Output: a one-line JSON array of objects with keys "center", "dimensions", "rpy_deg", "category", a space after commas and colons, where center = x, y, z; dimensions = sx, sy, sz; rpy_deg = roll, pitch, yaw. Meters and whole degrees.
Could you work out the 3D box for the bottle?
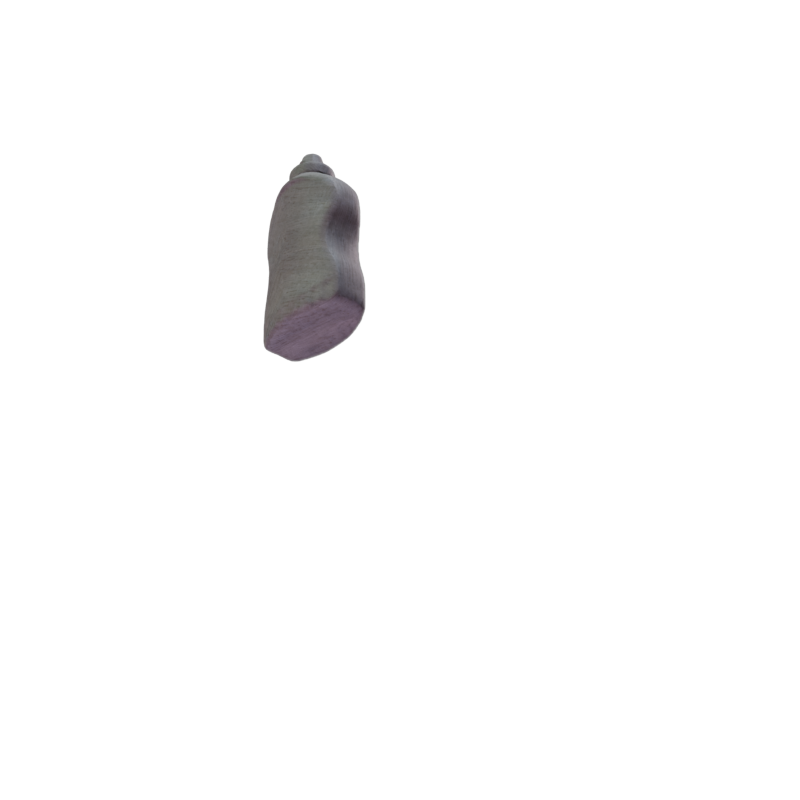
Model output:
[{"center": [-0.074, -0.134, 0.936], "dimensions": [0.055, 0.205, 0.095], "rpy_deg": [25, -45, -32], "category": "bottle"}]
